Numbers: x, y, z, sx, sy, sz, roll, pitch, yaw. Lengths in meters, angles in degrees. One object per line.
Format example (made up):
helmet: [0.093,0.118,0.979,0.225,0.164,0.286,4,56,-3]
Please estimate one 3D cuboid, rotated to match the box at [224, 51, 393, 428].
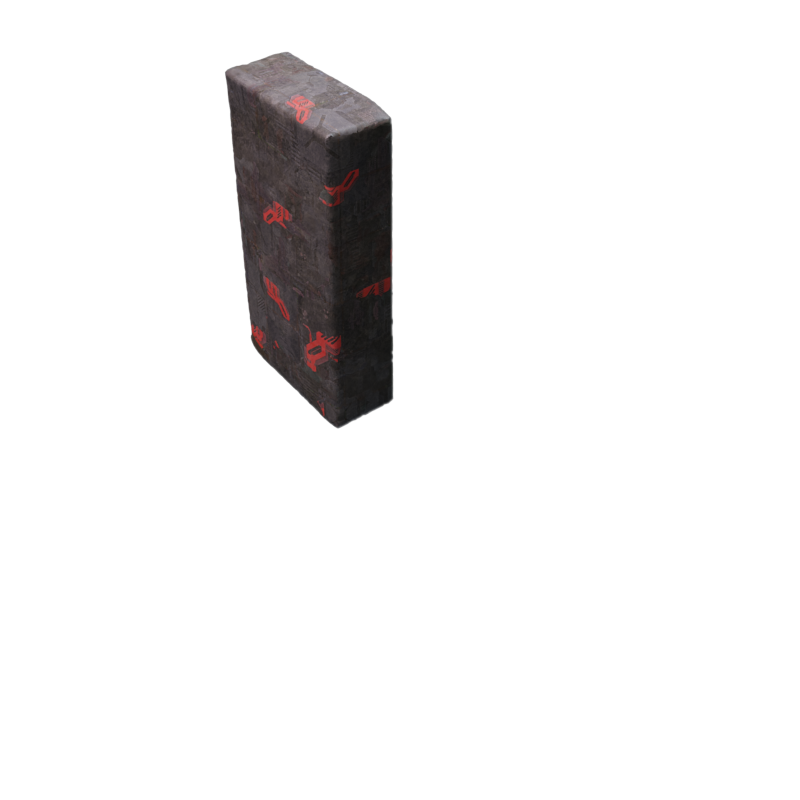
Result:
box: [-0.045,-0.082,0.577,0.047,0.165,0.101,-21,42,-29]
